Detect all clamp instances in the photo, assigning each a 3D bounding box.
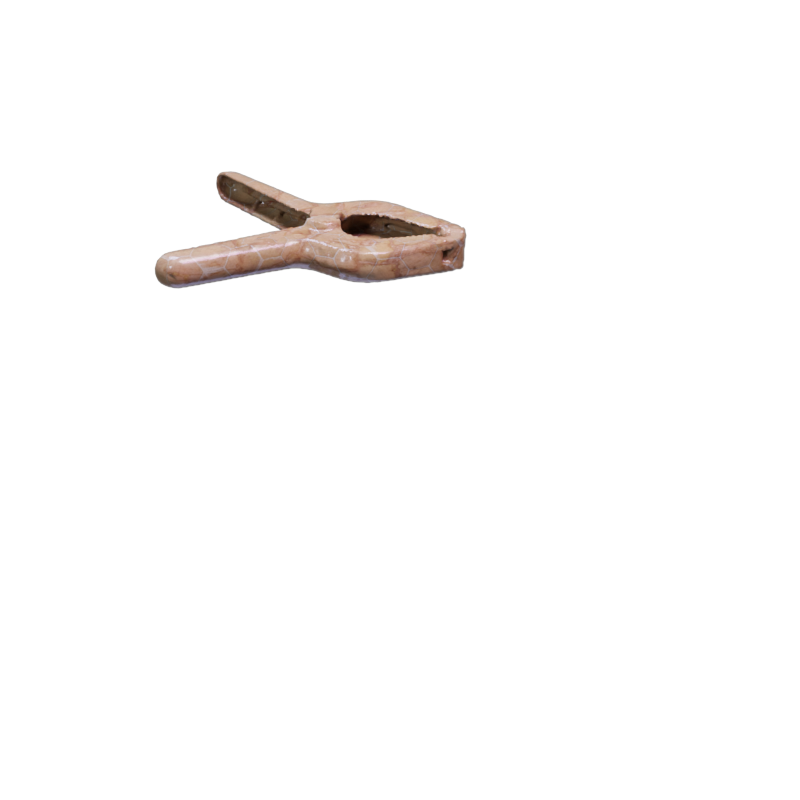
[{"bbox_3d":[-0.062,-0.113,0.788,0.215,0.034,0.171,9,34,14],"label":"clamp"}]
